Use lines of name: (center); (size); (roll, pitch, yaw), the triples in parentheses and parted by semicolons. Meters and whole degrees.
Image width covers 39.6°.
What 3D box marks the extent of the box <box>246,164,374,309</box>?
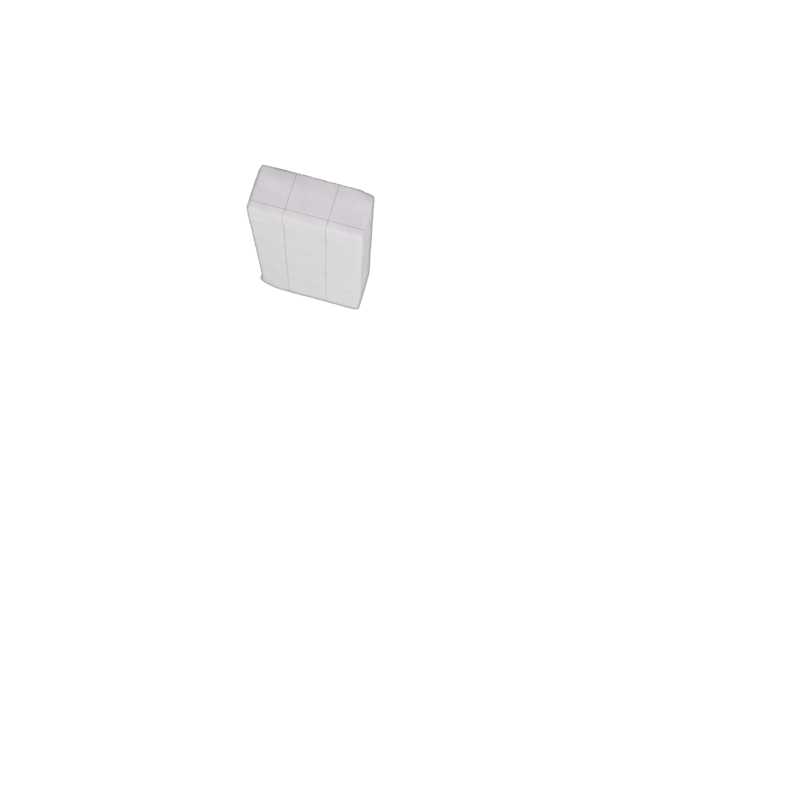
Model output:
box: (-0.071, -0.130, 0.908); (0.094, 0.050, 0.169); (17, -16, 2)
